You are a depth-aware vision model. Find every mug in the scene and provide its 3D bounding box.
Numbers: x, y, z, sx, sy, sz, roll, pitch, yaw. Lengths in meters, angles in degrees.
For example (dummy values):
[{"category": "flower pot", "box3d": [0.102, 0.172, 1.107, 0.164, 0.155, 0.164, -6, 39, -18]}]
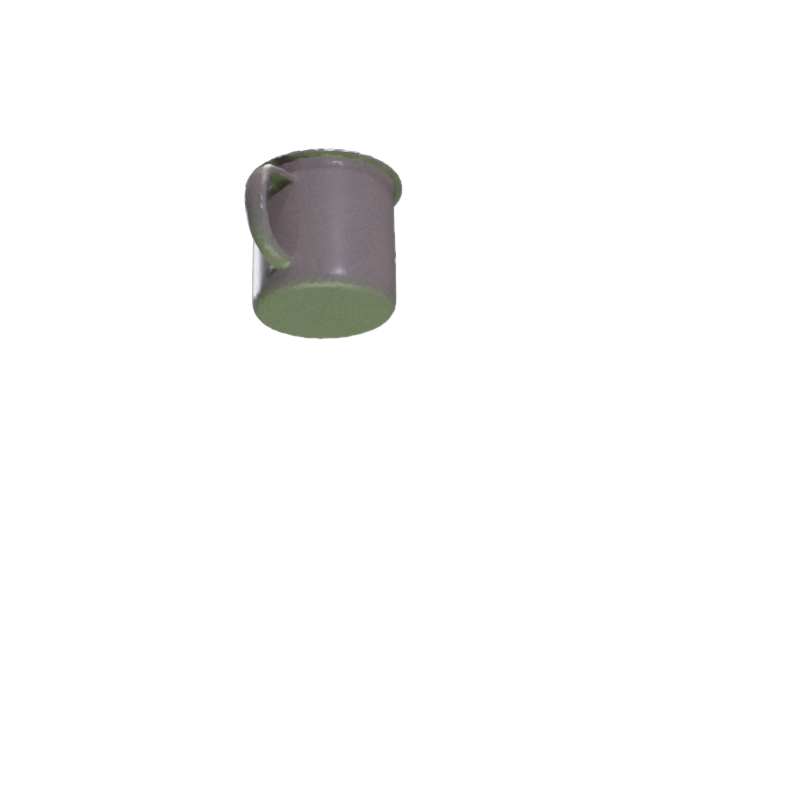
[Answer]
[{"category": "mug", "box3d": [-0.049, -0.090, 0.629, 0.095, 0.086, 0.109, -13, -26, 26]}]
